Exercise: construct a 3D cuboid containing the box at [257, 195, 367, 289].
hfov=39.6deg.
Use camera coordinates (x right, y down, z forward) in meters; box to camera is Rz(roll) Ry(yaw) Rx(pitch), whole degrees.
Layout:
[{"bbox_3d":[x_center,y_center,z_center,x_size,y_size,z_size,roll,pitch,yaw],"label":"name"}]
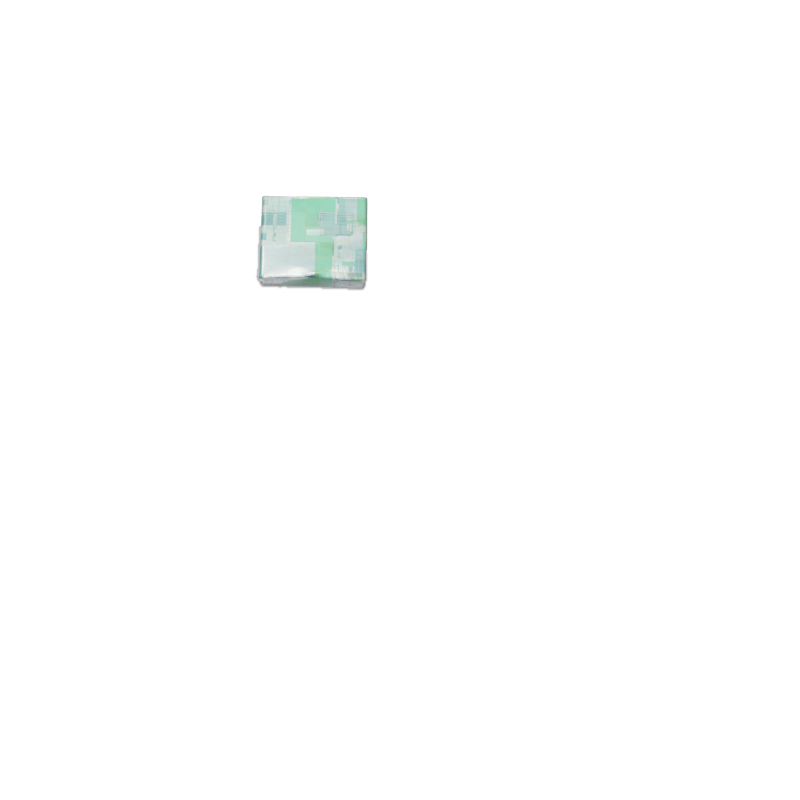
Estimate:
[{"bbox_3d":[-0.072,-0.132,0.922,0.089,0.076,0.029,1,-17,0],"label":"box"}]
